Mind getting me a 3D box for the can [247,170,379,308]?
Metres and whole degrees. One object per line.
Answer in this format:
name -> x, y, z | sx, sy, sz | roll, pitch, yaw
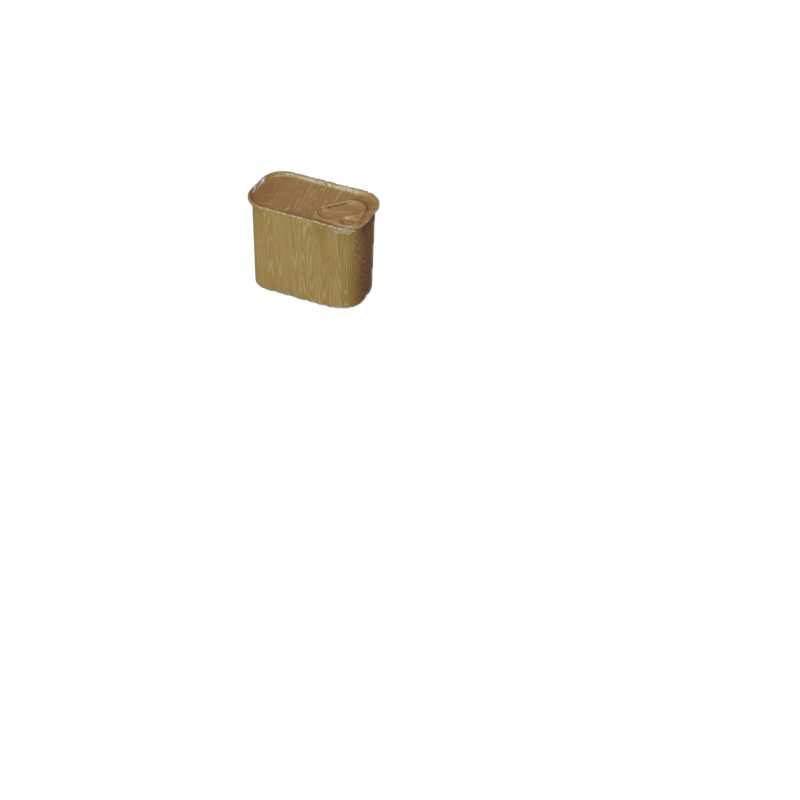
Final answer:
can -> -0.070, -0.127, 0.891 | 0.106, 0.078, 0.059 | 17, 41, 18
